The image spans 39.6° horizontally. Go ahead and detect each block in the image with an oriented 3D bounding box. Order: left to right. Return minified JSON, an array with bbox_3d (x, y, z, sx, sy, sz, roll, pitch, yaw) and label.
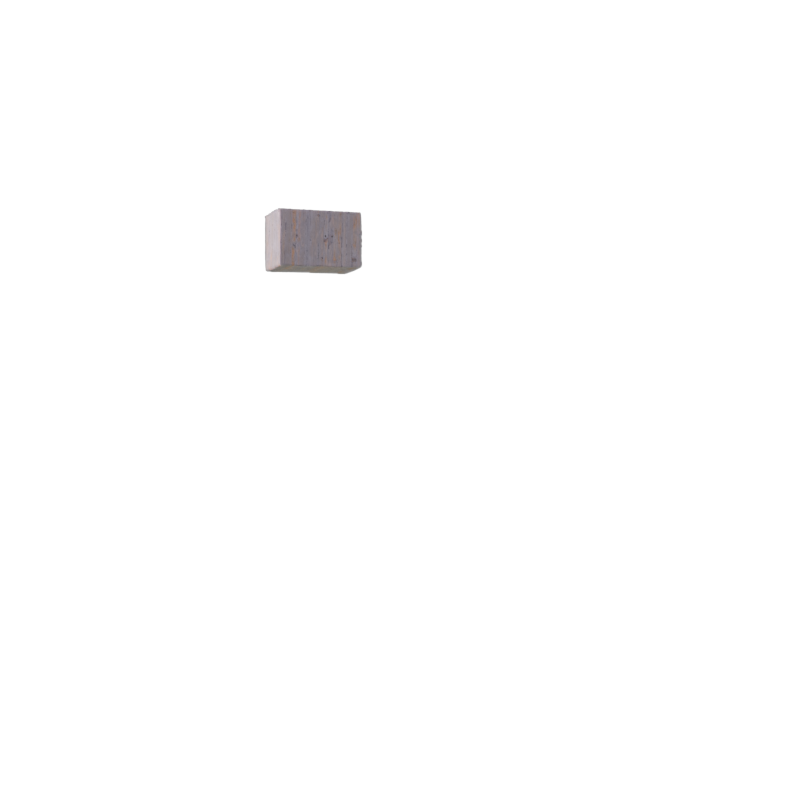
[{"bbox_3d":[-0.078,-0.142,0.992,0.076,0.052,0.053,1,-4,-19],"label":"block"}]
